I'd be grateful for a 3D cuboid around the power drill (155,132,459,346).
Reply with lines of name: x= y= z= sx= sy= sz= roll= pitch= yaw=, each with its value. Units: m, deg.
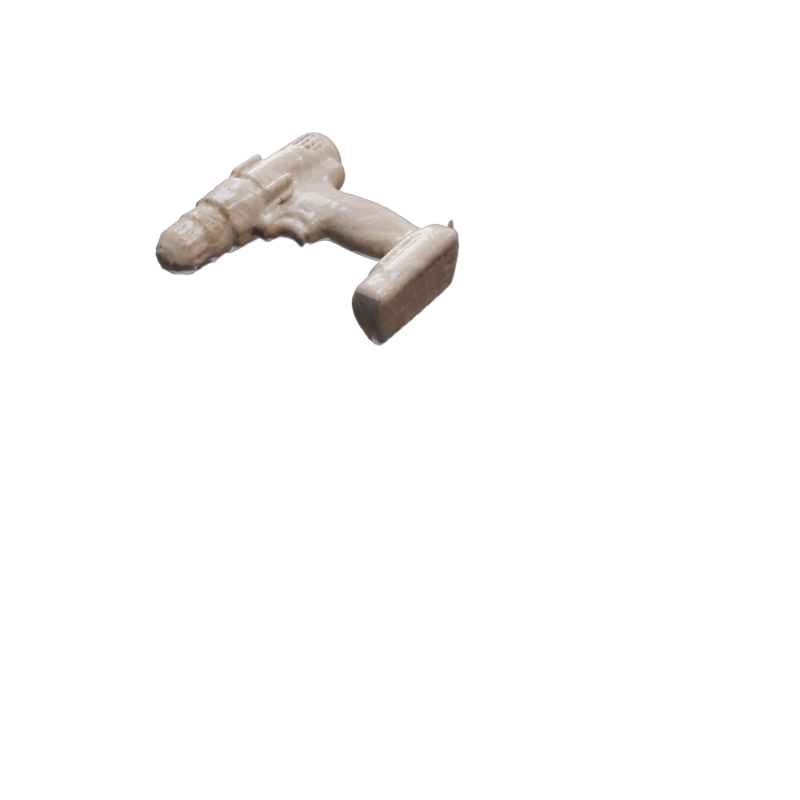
power drill: x=-0.066 y=-0.120 z=0.839 sx=0.199 sy=0.053 sz=0.187 roll=33 pitch=56 yaw=25
